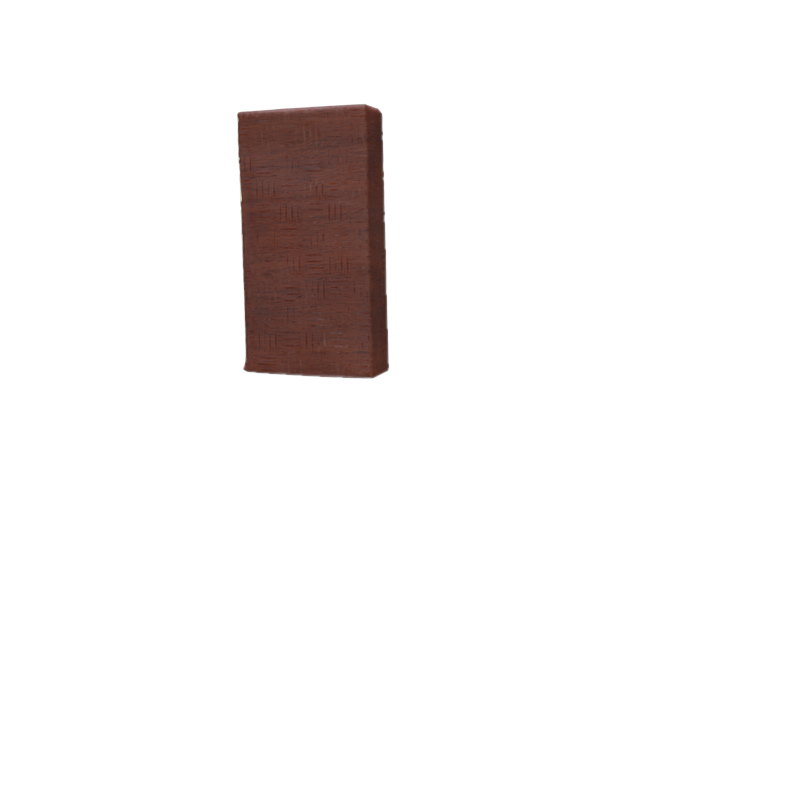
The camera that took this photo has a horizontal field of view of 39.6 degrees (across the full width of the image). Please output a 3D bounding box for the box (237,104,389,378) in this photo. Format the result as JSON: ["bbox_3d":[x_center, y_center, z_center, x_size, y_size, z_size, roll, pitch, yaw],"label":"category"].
[{"bbox_3d":[-0.057,-0.105,0.738,0.096,0.176,0.047,0,0,20],"label":"box"}]
